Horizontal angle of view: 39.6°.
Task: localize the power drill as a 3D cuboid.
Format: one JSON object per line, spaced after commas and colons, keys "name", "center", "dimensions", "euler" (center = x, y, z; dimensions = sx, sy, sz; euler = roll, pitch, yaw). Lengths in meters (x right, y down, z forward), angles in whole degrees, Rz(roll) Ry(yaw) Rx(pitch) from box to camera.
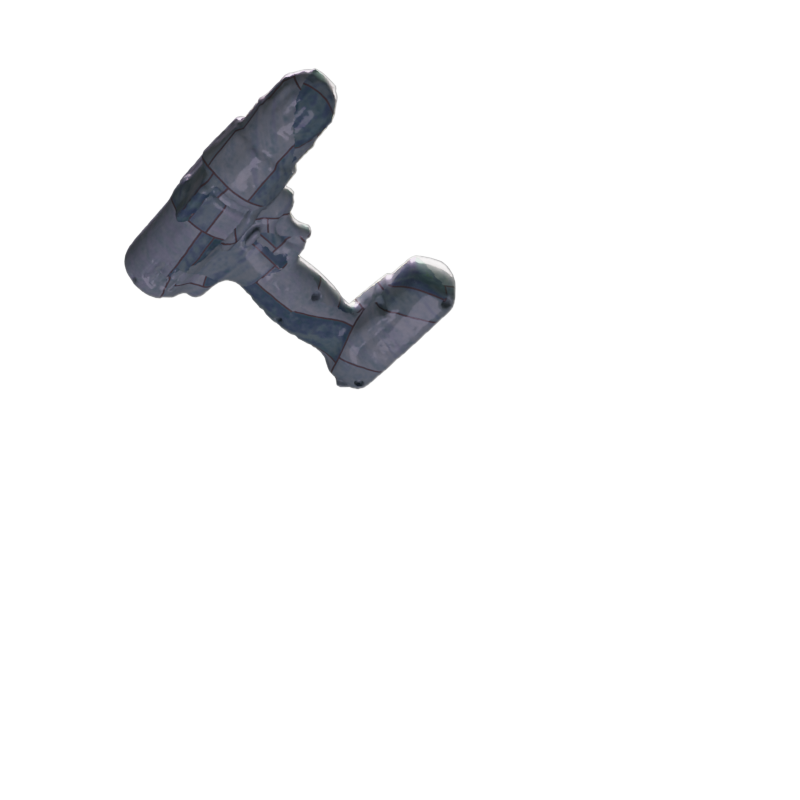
{"name": "power drill", "center": [-0.056, -0.102, 0.712], "dimensions": [0.178, 0.181, 0.061], "euler": [35, 28, -23]}
